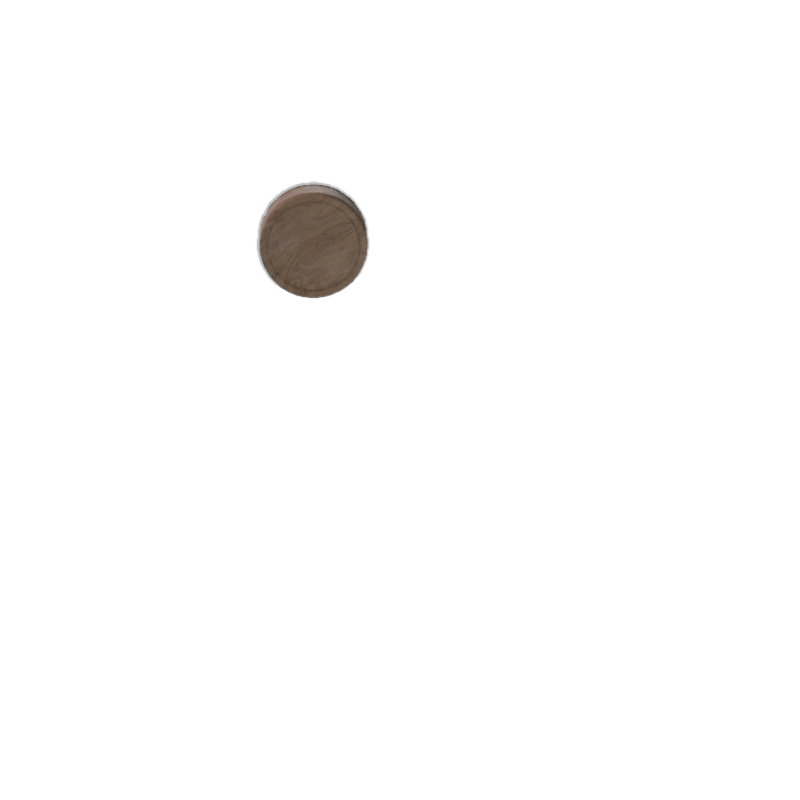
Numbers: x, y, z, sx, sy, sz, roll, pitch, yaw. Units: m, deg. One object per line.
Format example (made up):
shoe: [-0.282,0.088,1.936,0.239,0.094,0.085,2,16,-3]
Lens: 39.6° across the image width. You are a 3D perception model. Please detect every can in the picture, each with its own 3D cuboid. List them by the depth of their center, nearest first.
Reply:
can: [-0.068,-0.123,0.863,0.086,0.083,0.035,0,16,-1]
